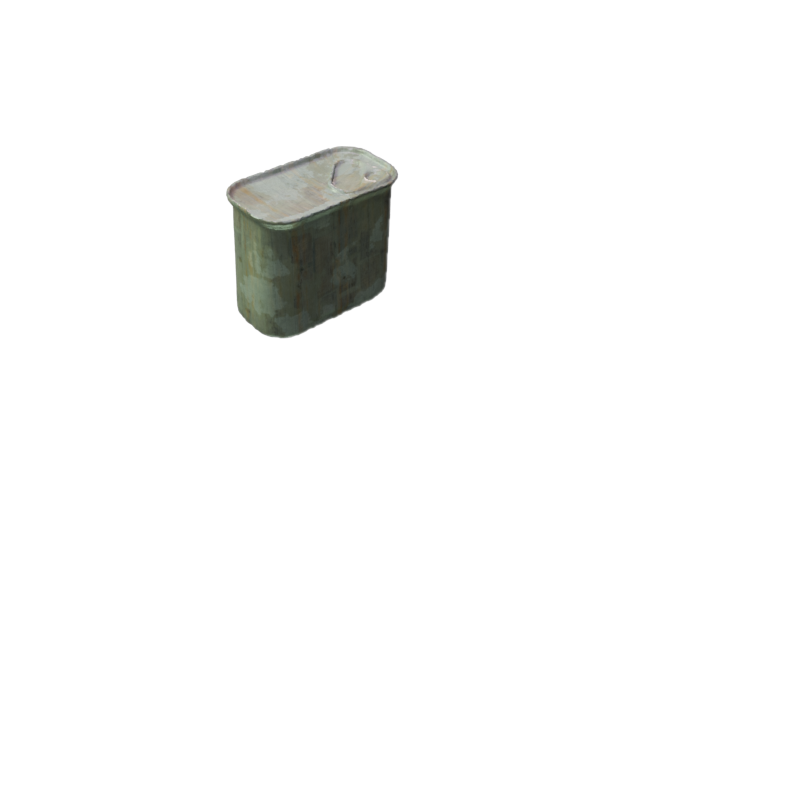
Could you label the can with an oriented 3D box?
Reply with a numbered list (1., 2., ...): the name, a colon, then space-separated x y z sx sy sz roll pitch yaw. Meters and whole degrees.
1. can: -0.052 -0.096 0.669 0.101 0.078 0.062 -26 44 -32
